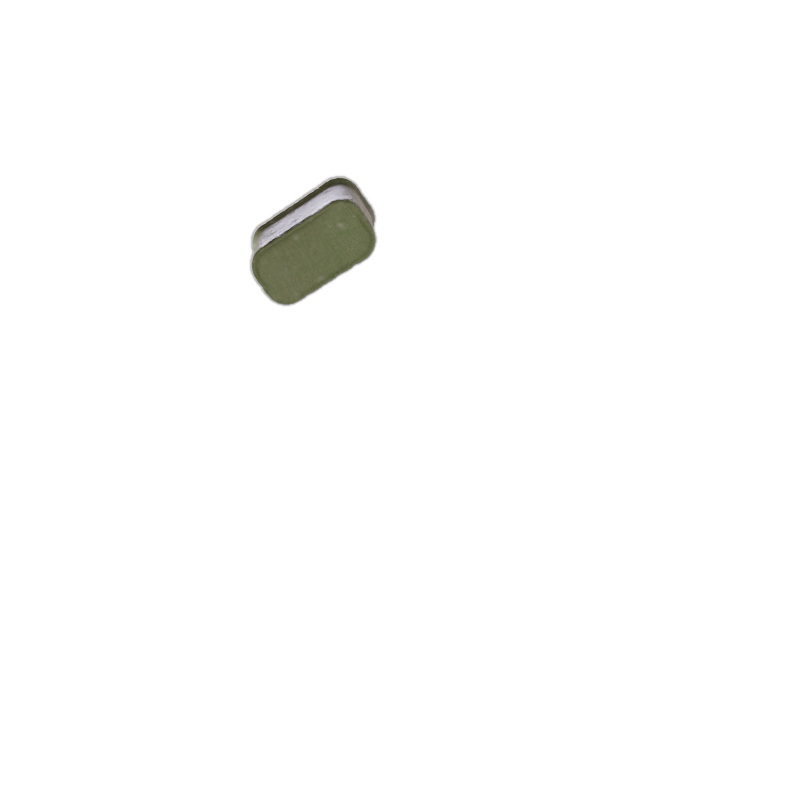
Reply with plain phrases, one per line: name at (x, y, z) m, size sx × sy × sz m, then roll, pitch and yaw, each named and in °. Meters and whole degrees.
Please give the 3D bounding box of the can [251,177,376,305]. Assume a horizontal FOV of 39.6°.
can at (-0.068, -0.125, 0.872) m, size 0.102 × 0.055 × 0.087 m, roll -33°, pitch 17°, yaw 7°
